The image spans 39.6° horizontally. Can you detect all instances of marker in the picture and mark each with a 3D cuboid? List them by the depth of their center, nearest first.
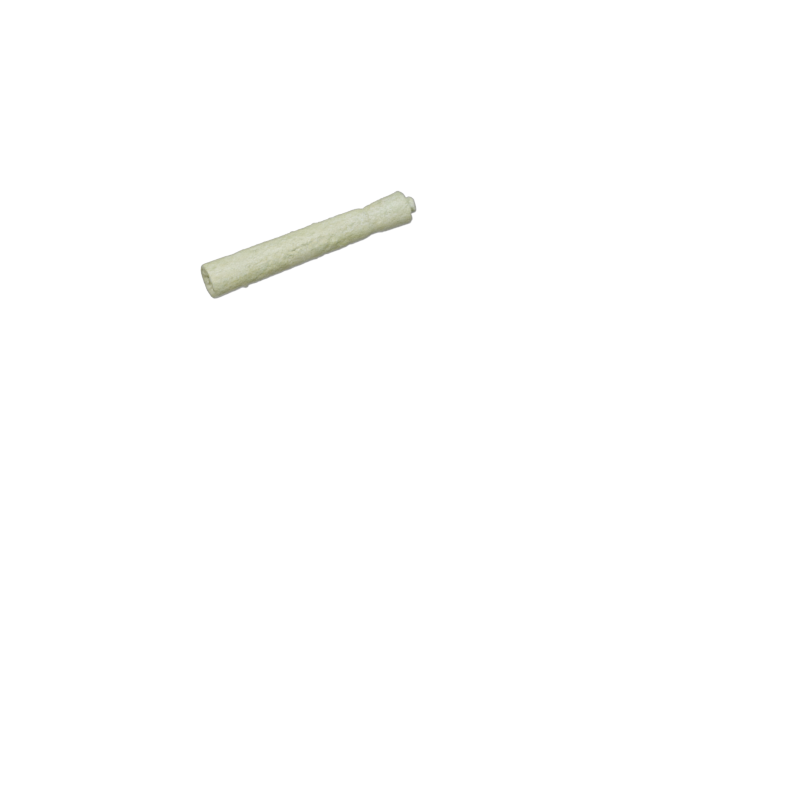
[{"bbox_3d":[-0.045,-0.083,0.580,0.120,0.019,0.020,-24,12,-18],"label":"marker"}]
